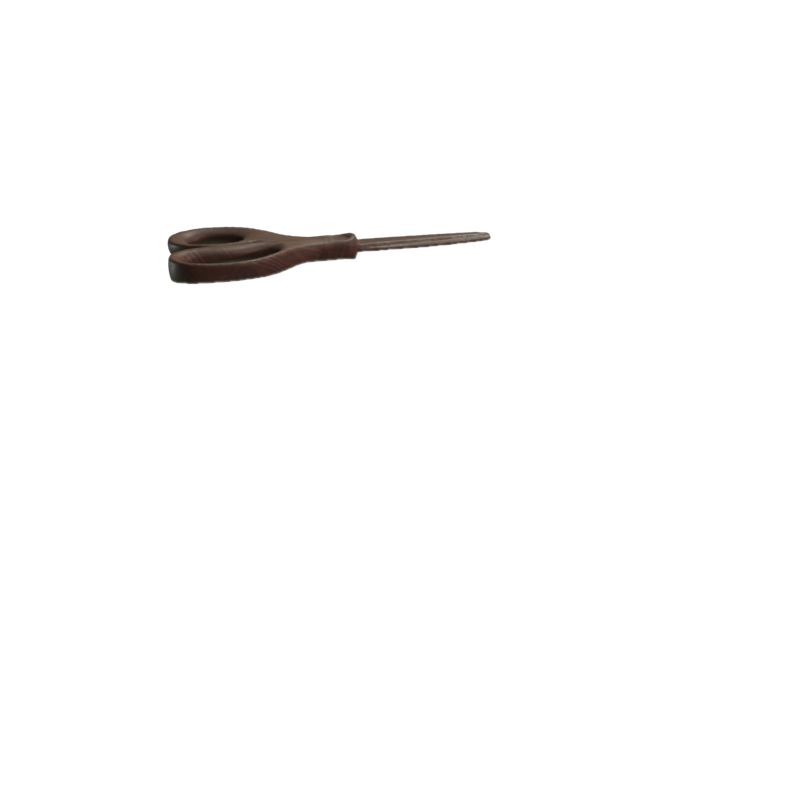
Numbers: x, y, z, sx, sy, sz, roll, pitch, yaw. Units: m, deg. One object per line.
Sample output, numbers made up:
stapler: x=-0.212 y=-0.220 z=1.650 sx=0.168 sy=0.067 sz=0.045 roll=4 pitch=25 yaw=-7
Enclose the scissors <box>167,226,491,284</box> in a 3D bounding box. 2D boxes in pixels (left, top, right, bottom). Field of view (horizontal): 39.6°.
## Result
scissors: x=-0.053 y=-0.097 z=0.676 sx=0.197 sy=0.015 sz=0.102 roll=-13 pitch=25 yaw=-31
